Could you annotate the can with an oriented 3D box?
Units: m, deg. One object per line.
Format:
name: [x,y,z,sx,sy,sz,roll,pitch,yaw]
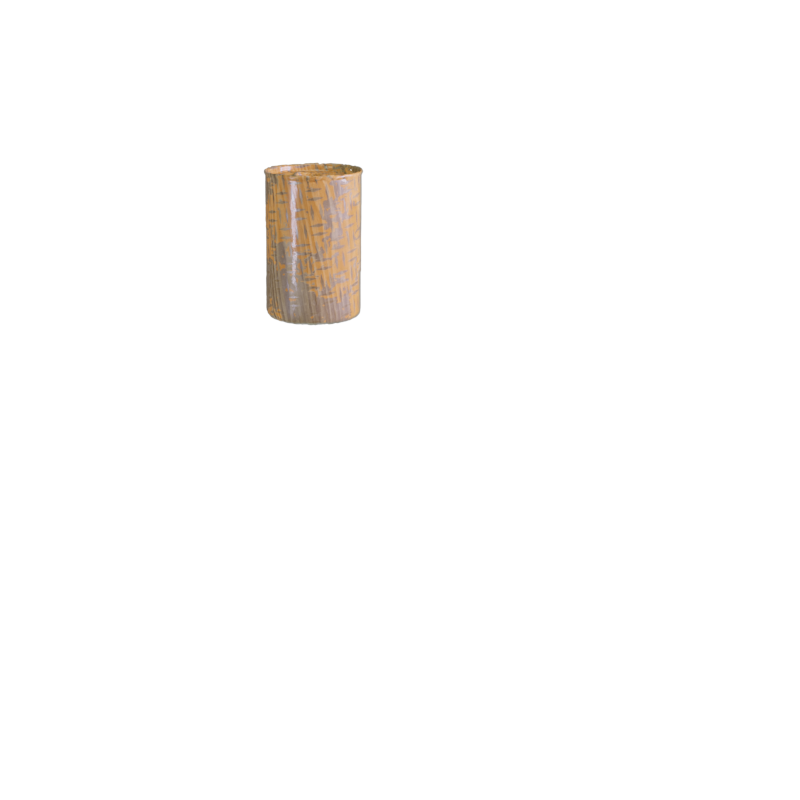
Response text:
can: [-0.060,-0.110,0.769,0.068,0.099,0.071,0,14,-2]
